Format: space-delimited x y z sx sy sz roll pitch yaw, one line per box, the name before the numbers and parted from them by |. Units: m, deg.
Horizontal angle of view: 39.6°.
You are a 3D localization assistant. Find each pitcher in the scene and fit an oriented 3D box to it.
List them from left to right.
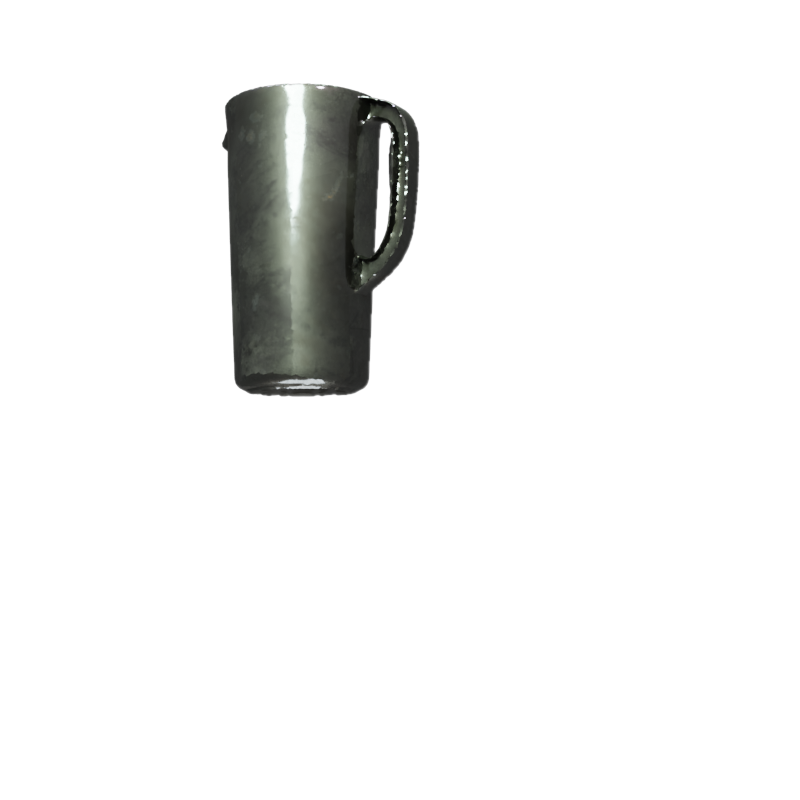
pitcher | -0.070 -0.129 0.900 0.142 0.250 0.148 2 -10 -13
